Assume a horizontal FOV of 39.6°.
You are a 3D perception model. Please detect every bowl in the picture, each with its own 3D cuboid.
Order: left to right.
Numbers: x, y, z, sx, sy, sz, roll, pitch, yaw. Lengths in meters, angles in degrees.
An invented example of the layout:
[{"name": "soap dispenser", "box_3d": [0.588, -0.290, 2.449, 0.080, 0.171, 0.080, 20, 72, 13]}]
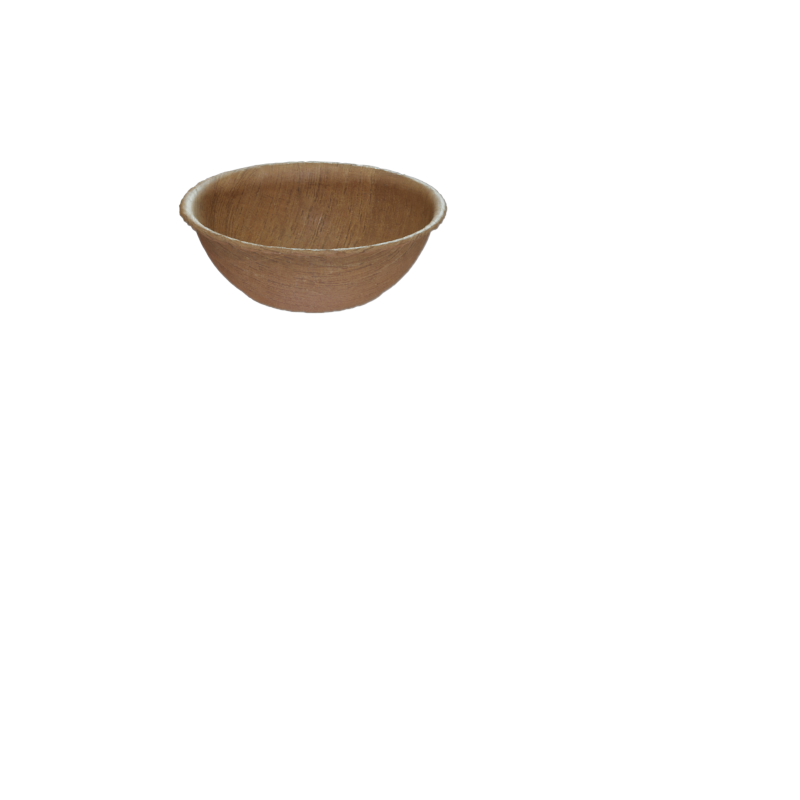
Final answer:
[{"name": "bowl", "box_3d": [-0.053, -0.097, 0.679, 0.162, 0.052, 0.171, -1, 28, -2]}]
